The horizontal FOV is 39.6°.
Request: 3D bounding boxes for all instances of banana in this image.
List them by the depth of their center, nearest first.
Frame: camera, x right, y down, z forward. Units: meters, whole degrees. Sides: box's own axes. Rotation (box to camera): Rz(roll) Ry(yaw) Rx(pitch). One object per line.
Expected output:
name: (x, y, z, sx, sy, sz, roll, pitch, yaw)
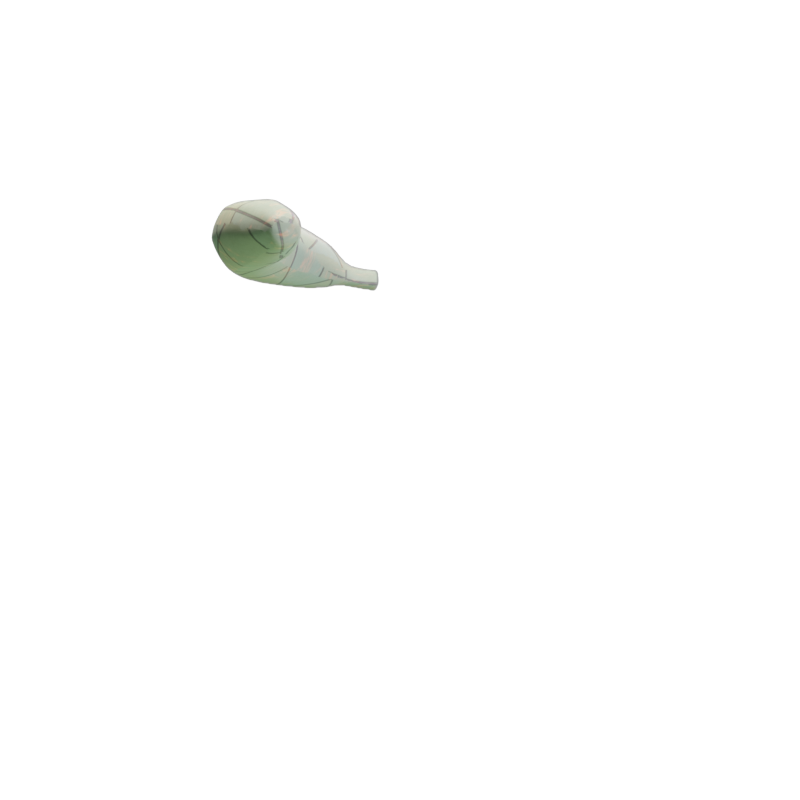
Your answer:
banana: (-0.063, -0.083, 0.585, 0.071, 0.037, 0.193, 0, 1, 11)
